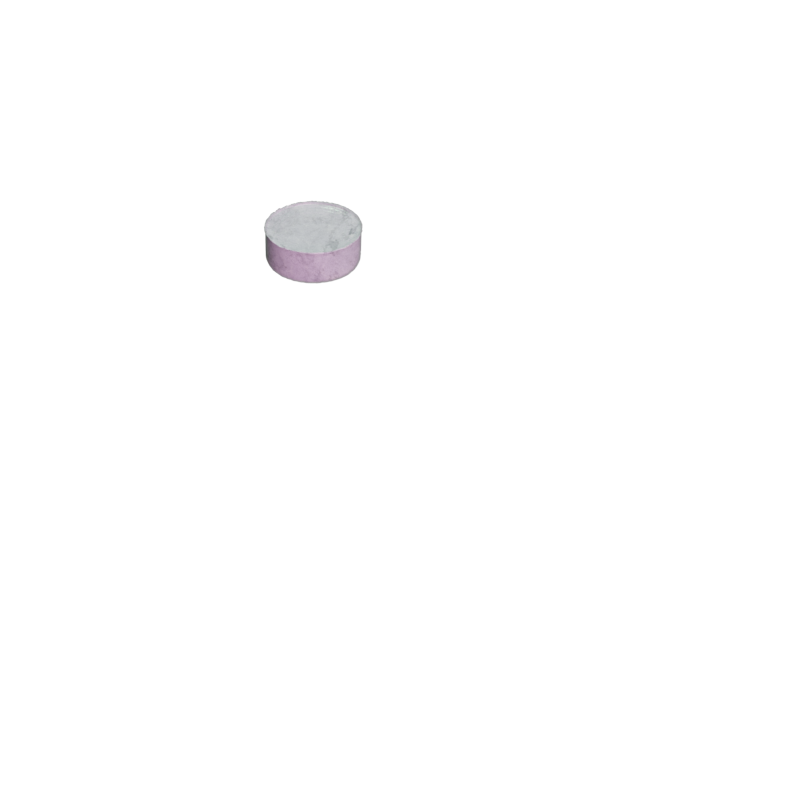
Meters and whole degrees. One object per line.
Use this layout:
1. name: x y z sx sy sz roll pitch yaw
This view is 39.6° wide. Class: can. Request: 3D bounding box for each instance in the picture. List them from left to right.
1. can: -0.076 -0.139 0.973 0.086 0.031 0.092 -1 38 -2
